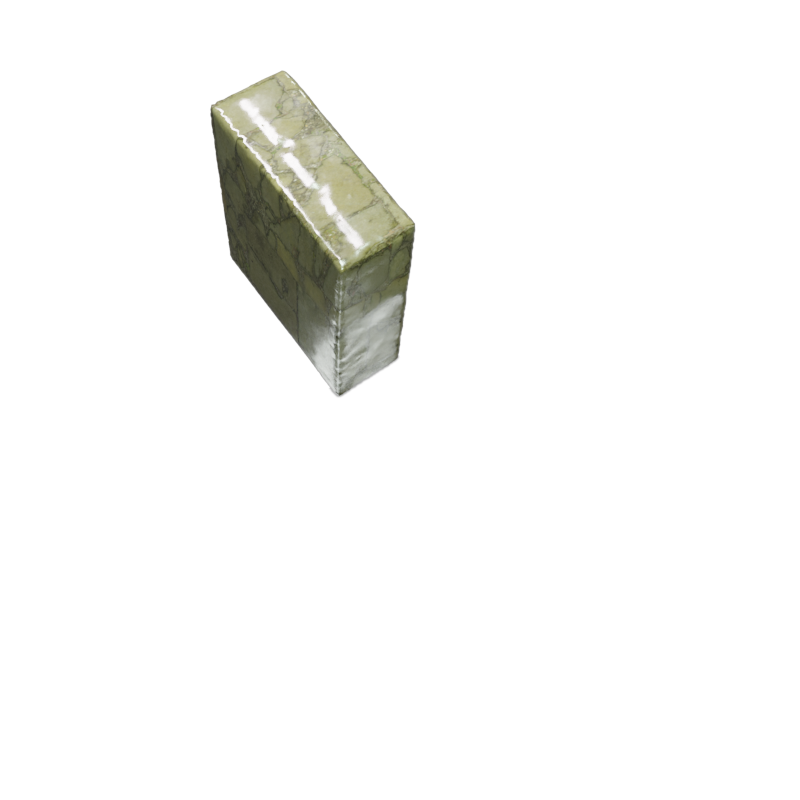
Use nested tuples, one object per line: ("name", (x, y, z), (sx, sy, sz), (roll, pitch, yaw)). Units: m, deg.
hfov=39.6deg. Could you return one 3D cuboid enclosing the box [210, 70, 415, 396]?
("box", (-0.066, -0.120, 0.841), (0.072, 0.174, 0.202), (-31, -21, -17))
